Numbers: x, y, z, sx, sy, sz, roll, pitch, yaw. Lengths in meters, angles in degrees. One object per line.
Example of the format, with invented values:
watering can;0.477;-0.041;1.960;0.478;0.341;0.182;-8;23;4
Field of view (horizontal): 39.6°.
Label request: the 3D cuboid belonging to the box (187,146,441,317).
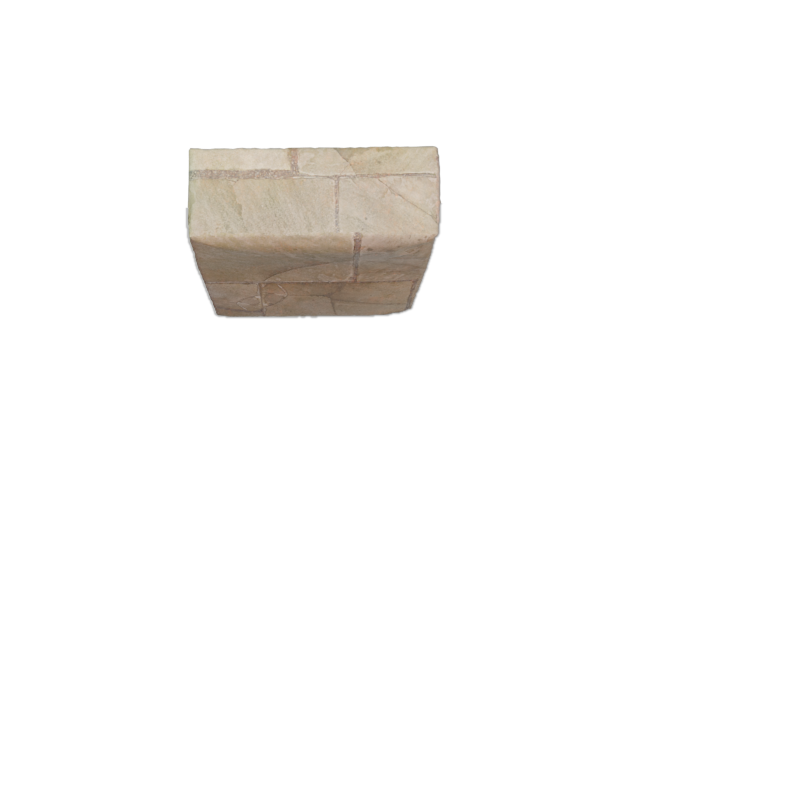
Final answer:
box;-0.063;-0.115;0.809;0.164;0.074;0.208;-1;-9;-3
